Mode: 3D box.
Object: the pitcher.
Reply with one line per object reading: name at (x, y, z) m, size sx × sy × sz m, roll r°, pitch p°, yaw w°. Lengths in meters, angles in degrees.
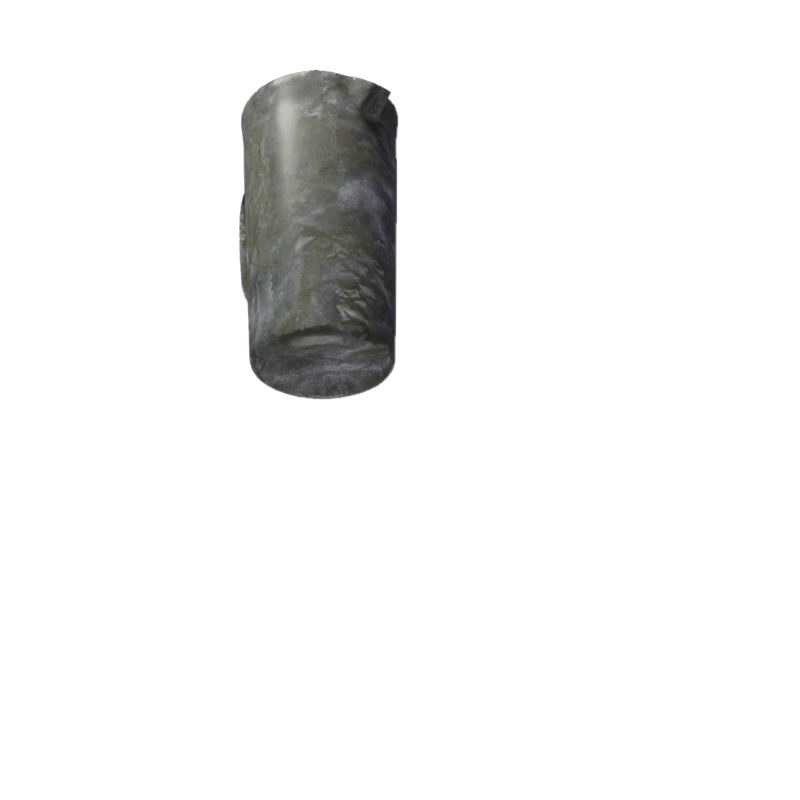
pitcher at (-0.069, -0.126, 0.882) m, size 0.146 × 0.259 × 0.139 m, roll -4°, pitch -30°, yaw 3°
